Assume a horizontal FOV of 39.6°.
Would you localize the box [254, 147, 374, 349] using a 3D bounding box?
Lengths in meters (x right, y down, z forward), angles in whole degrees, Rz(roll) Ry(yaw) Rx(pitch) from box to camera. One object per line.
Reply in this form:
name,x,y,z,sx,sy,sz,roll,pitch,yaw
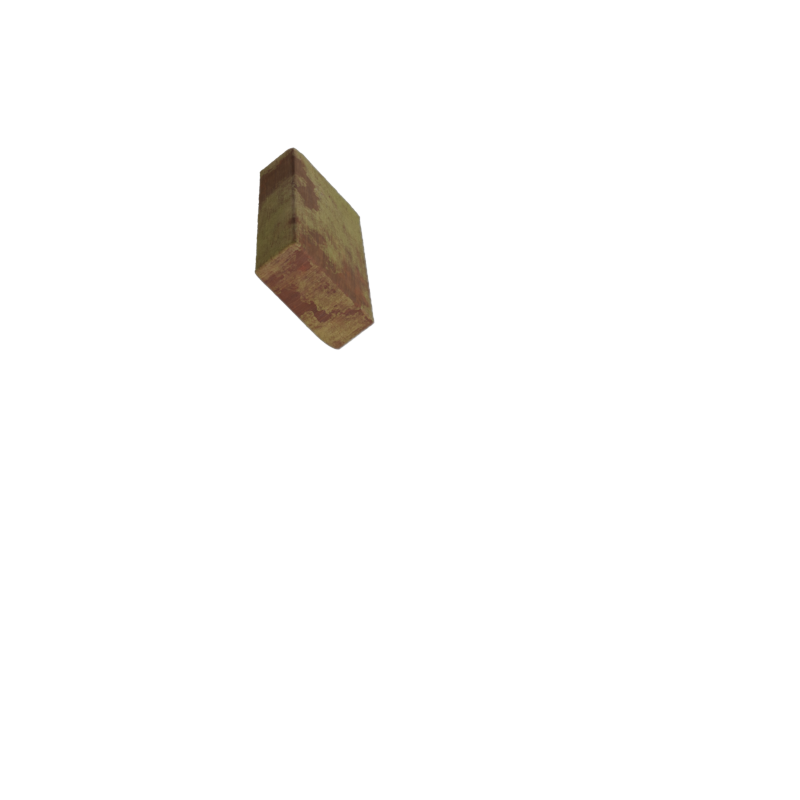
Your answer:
box,-0.068,-0.125,0.871,0.048,0.088,0.188,-35,30,19
